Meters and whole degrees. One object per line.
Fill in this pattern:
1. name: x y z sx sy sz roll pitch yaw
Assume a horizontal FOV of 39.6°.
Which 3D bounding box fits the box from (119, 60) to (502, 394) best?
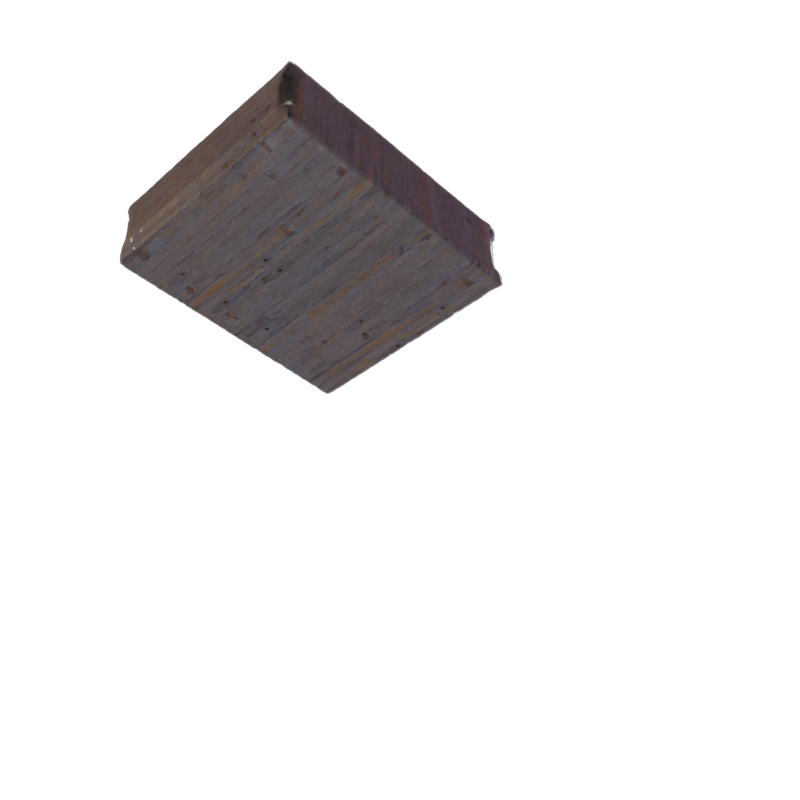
1. box: -0.026 -0.047 0.332 0.084 0.032 0.072 34 -54 -31
